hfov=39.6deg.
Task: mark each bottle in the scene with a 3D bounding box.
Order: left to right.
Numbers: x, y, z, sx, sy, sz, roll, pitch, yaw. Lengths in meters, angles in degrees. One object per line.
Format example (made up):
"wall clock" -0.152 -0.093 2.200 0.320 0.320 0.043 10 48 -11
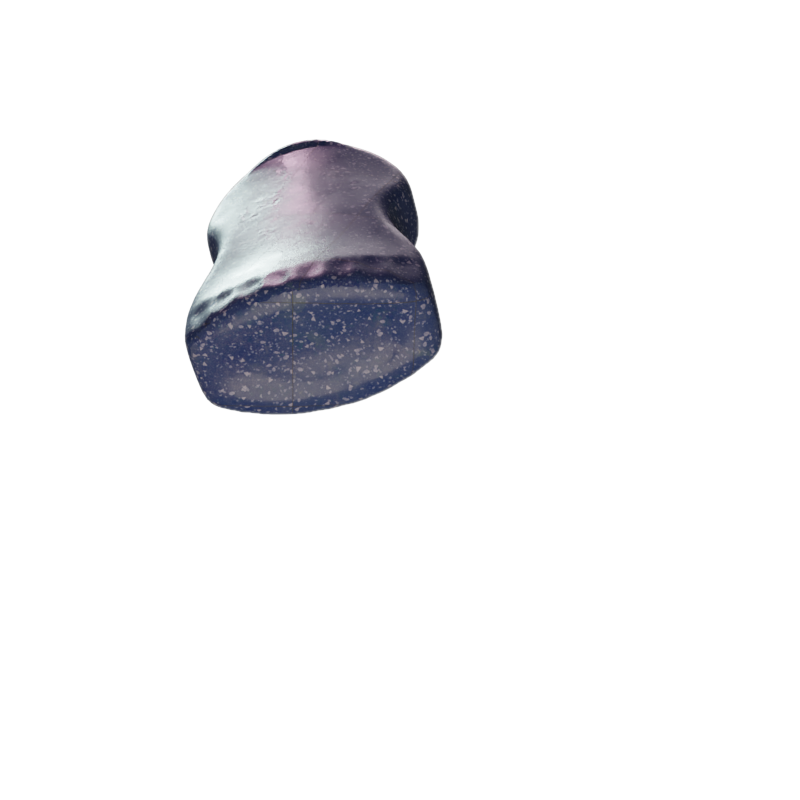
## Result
"bottle" -0.039 -0.071 0.496 0.096 0.055 0.204 -15 31 5
